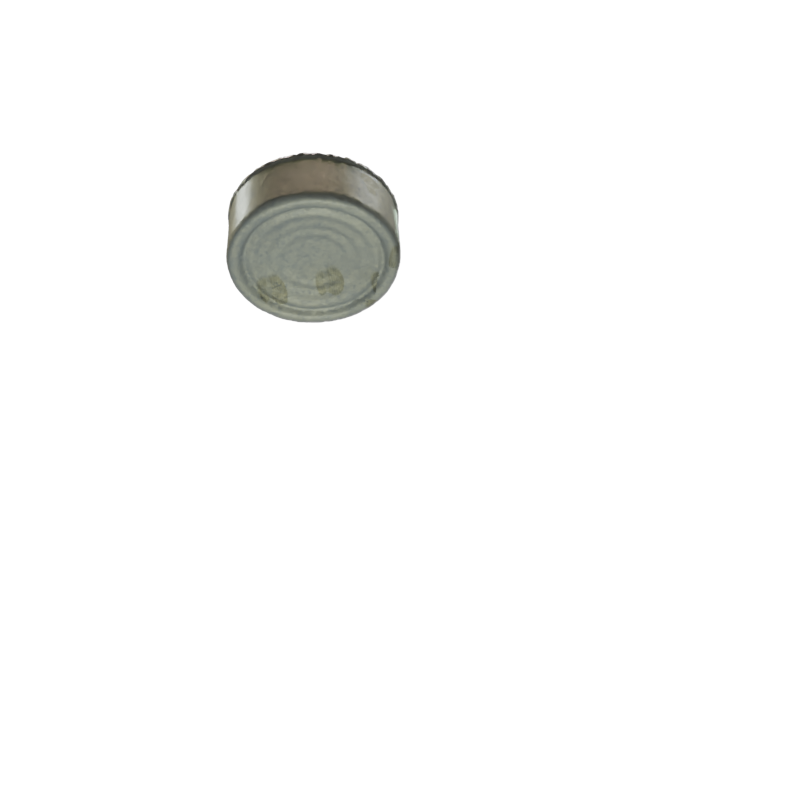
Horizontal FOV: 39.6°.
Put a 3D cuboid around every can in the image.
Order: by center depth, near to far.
[{"bbox_3d":[-0.043,-0.078,0.545,0.086,0.036,0.080,1,-44,-1],"label":"can"}]
